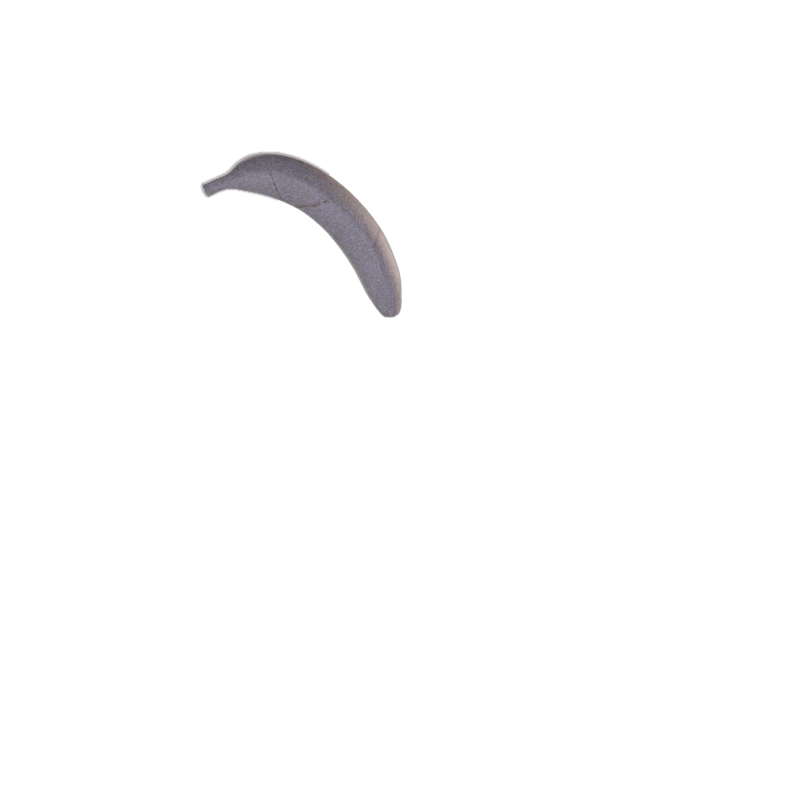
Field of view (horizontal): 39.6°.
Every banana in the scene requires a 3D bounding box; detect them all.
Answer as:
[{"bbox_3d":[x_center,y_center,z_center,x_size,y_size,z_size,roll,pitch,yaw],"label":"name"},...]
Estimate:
[{"bbox_3d":[-0.063,-0.145,0.905,0.191,0.068,0.039,34,20,-14],"label":"banana"}]
